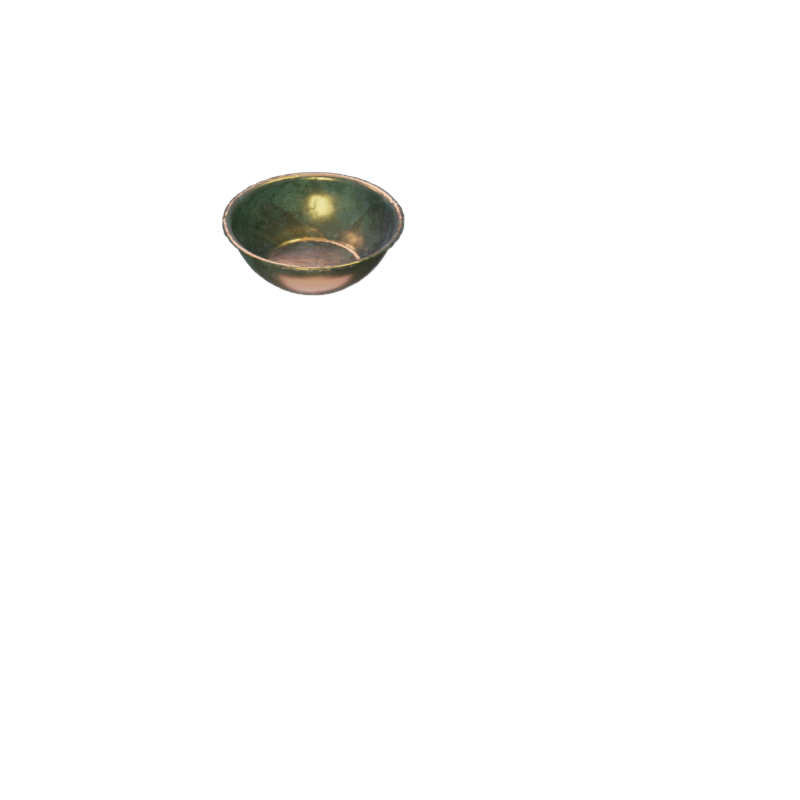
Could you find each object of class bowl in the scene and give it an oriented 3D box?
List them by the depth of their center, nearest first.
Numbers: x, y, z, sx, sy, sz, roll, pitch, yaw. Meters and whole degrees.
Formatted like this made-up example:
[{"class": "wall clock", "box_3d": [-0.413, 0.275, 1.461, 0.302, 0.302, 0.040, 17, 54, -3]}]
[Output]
[{"class": "bowl", "box_3d": [-0.078, -0.142, 0.995, 0.162, 0.051, 0.174, -1, 38, -2]}]
